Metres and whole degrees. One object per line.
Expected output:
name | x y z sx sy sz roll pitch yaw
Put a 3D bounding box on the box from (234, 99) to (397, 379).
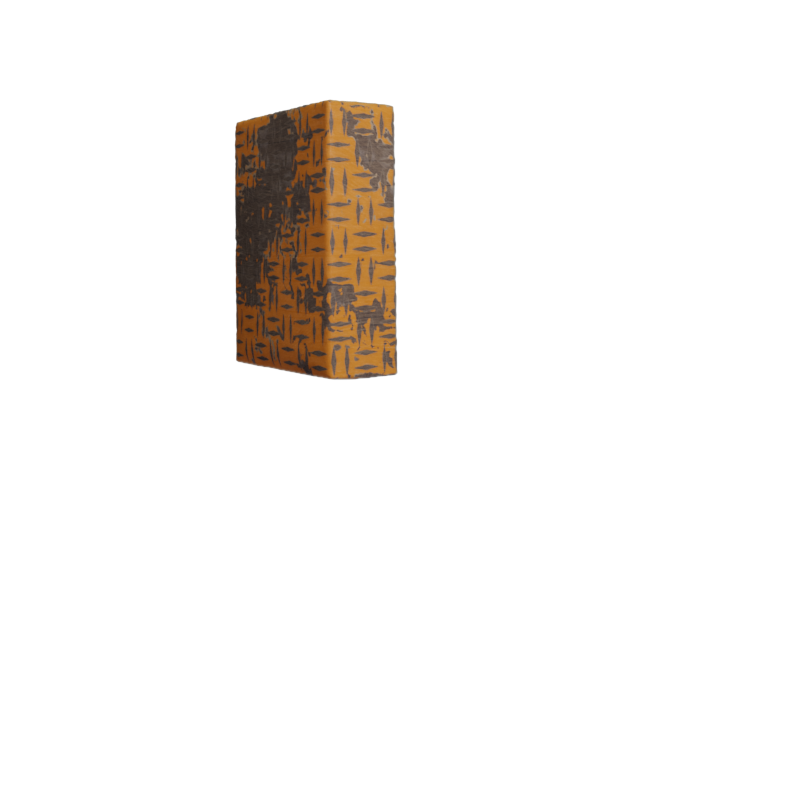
box | -0.072 -0.132 0.921 0.069 0.214 0.170 0 2 -33
